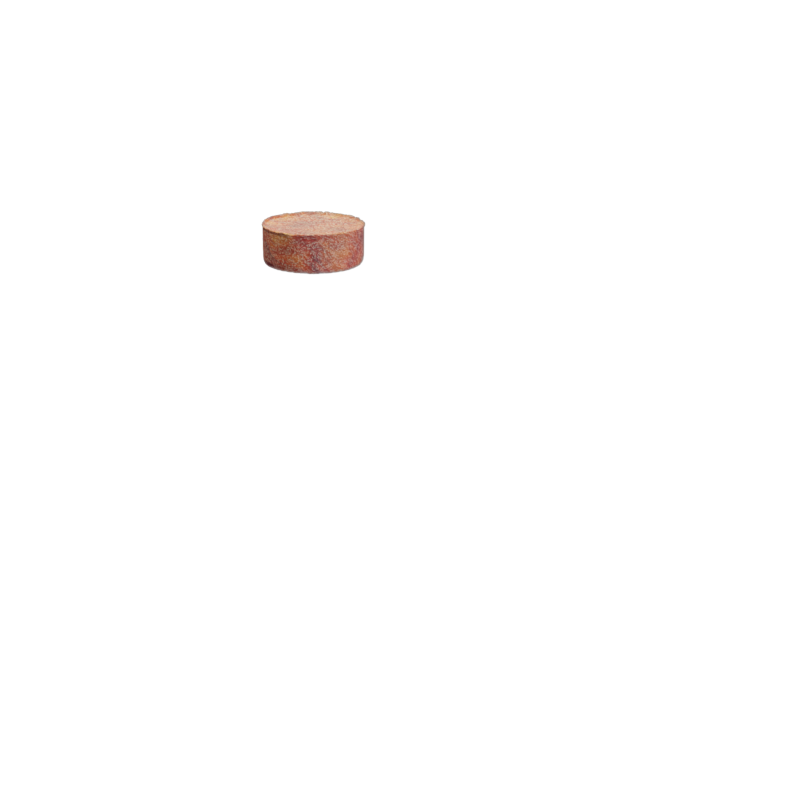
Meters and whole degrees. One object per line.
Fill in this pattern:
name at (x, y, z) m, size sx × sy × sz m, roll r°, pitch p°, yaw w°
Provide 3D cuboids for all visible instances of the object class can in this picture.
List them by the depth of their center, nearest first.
can at (-0.072, -0.131, 0.921) m, size 0.086 × 0.032 × 0.090 m, roll -1°, pitch 21°, yaw -2°
